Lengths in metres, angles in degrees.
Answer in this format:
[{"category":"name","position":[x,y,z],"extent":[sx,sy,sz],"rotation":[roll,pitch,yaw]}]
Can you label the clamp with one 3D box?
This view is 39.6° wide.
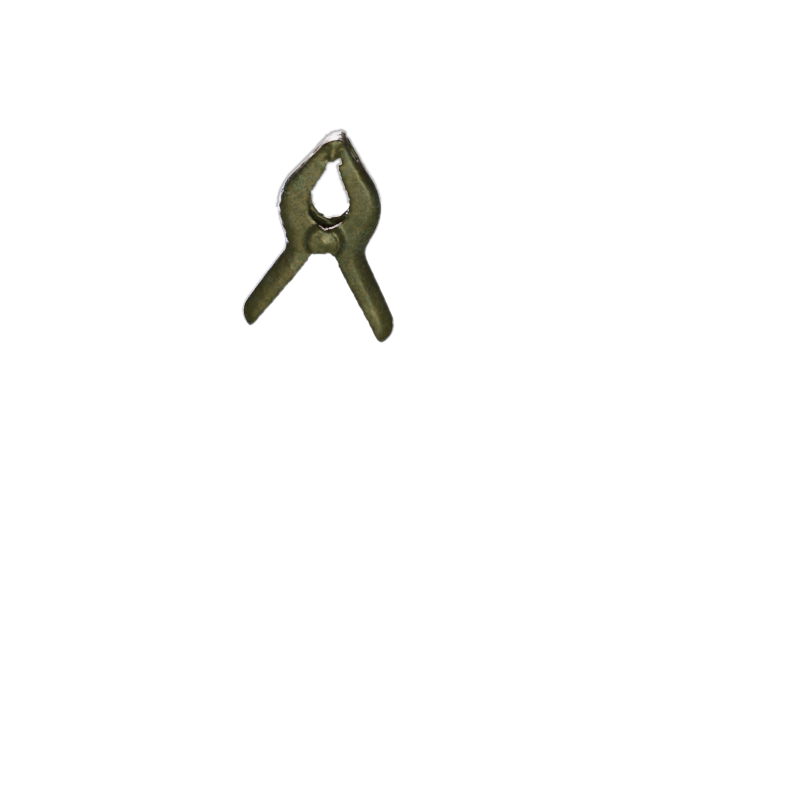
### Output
[{"category":"clamp","position":[-0.067,-0.123,0.860],"extent":[0.120,0.164,0.041],"rotation":[-2,20,0]}]
